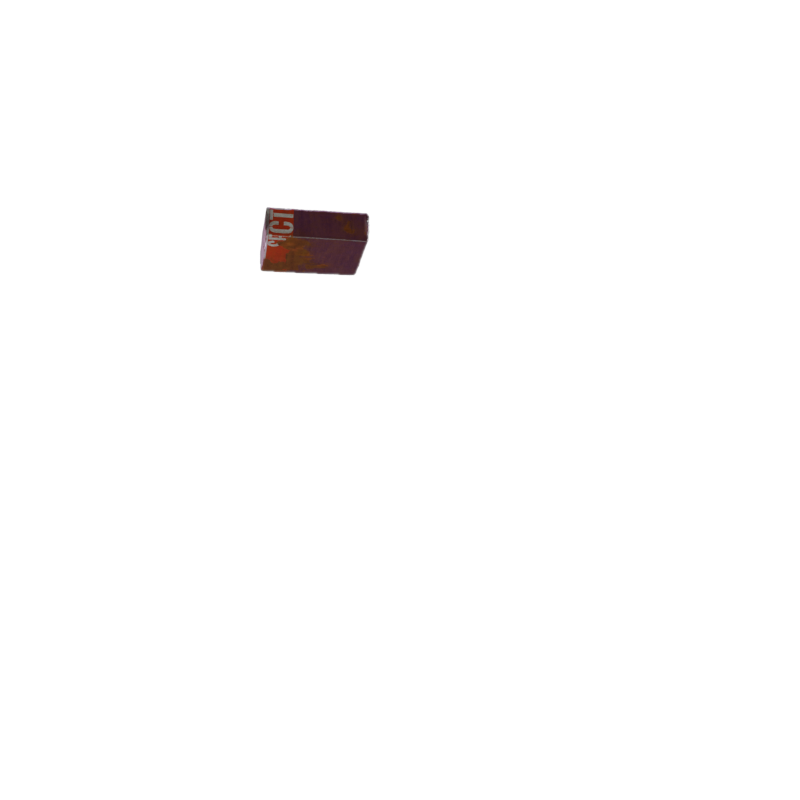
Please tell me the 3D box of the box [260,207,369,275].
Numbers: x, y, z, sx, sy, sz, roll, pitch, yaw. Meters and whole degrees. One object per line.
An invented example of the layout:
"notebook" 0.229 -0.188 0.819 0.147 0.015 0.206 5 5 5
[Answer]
"box" -0.075 -0.138 0.964 0.088 0.032 0.070 2 -20 -7
